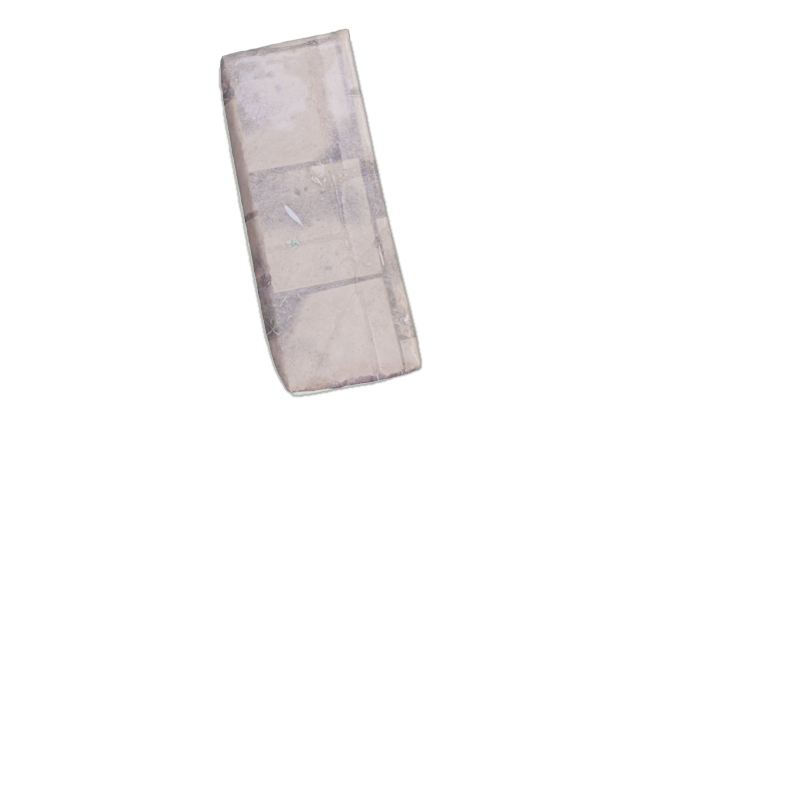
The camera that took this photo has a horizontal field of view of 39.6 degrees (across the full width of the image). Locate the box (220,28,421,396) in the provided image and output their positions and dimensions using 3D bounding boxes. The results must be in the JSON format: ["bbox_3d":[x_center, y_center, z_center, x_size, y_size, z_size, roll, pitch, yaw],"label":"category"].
[{"bbox_3d":[-0.048,-0.087,0.607,0.072,0.167,0.212,-12,-3,-4],"label":"box"}]
